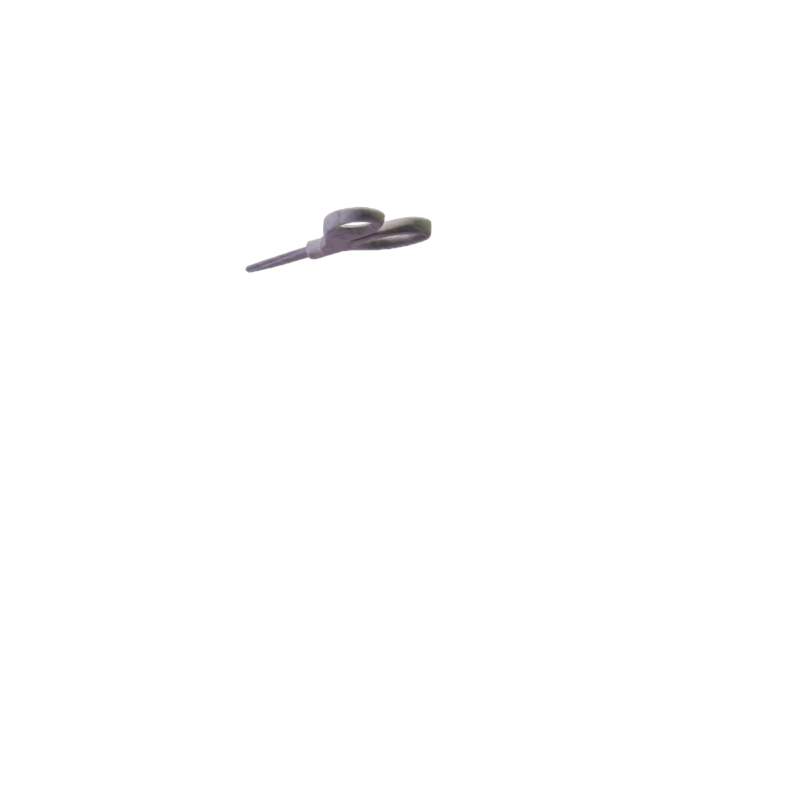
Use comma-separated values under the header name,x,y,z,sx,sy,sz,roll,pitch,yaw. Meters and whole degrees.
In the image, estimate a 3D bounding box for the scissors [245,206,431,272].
name,x,y,z,sx,sy,sz,roll,pitch,yaw
scissors,-0.072,-0.132,0.926,0.207,0.016,0.091,-5,-11,29
